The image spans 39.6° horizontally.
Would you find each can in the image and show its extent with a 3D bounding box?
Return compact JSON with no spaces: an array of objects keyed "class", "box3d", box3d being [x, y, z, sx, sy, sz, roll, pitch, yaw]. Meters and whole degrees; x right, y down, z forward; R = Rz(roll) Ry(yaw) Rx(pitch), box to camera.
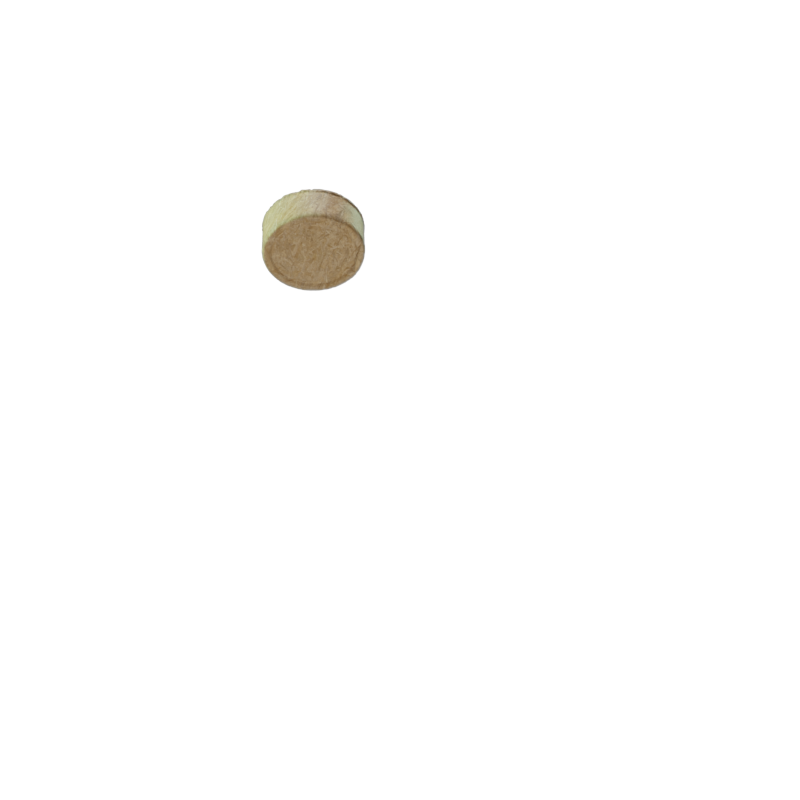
[{"class":"can","box3d":[-0.071,-0.130,0.912,0.086,0.036,0.080,1,-44,-1]}]
